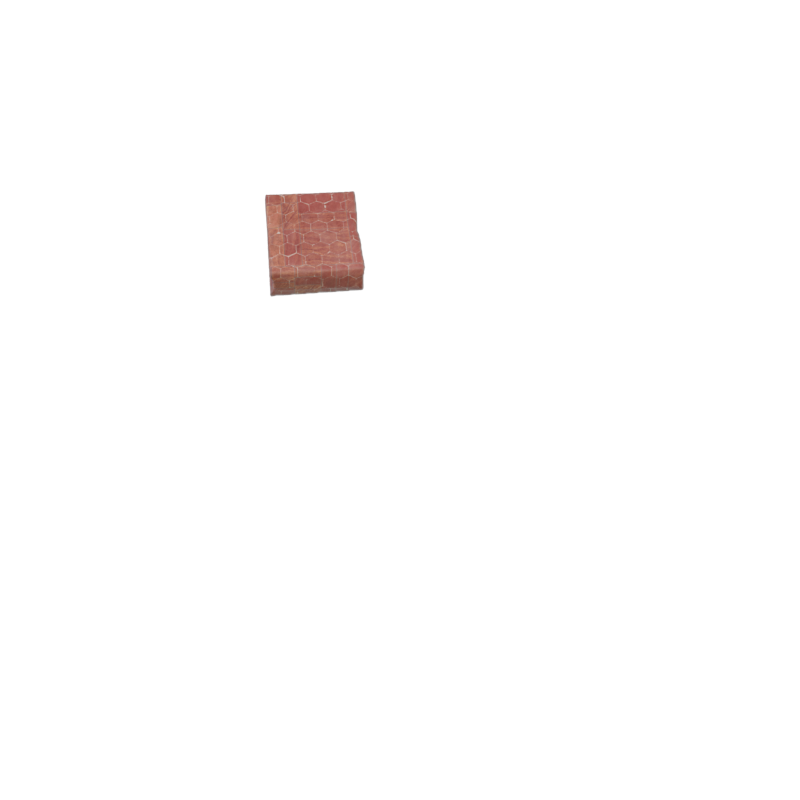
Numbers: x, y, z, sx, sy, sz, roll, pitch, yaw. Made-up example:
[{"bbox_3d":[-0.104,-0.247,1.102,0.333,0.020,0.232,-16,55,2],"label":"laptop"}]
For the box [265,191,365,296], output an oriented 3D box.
[{"bbox_3d":[-0.068,-0.124,0.872,0.073,0.096,0.028,-4,-40,-4],"label":"box"}]
